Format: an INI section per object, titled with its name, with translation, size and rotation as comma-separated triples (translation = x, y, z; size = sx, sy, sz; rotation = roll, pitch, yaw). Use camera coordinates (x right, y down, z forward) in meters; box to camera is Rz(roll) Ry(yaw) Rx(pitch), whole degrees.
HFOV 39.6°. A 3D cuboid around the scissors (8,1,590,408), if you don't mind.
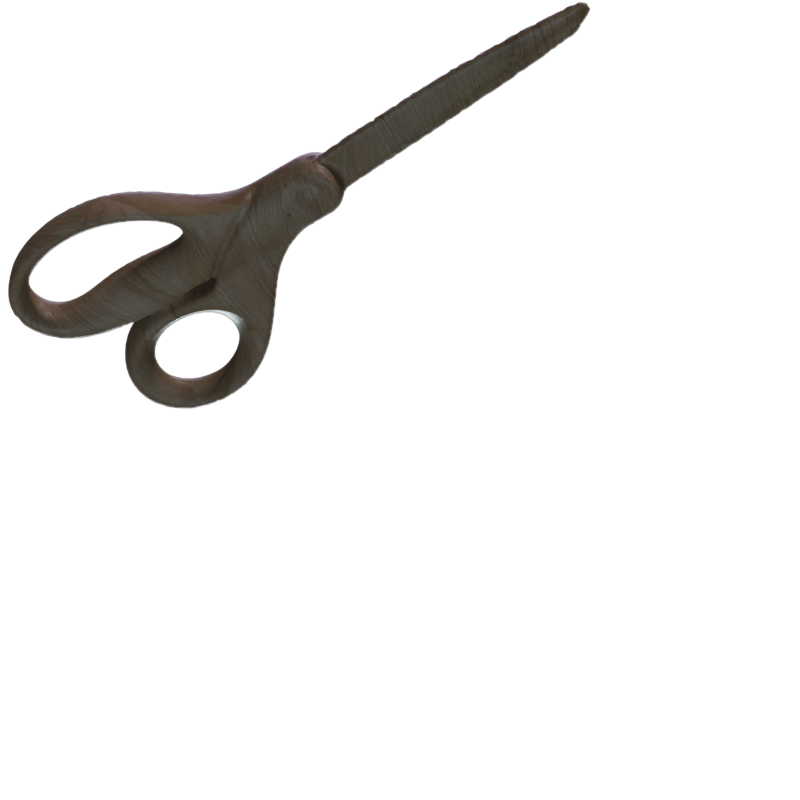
[scissors]
translation = -0.028, -0.050, 0.353
size = 0.203, 0.089, 0.017
rotation = -16, 38, 13
